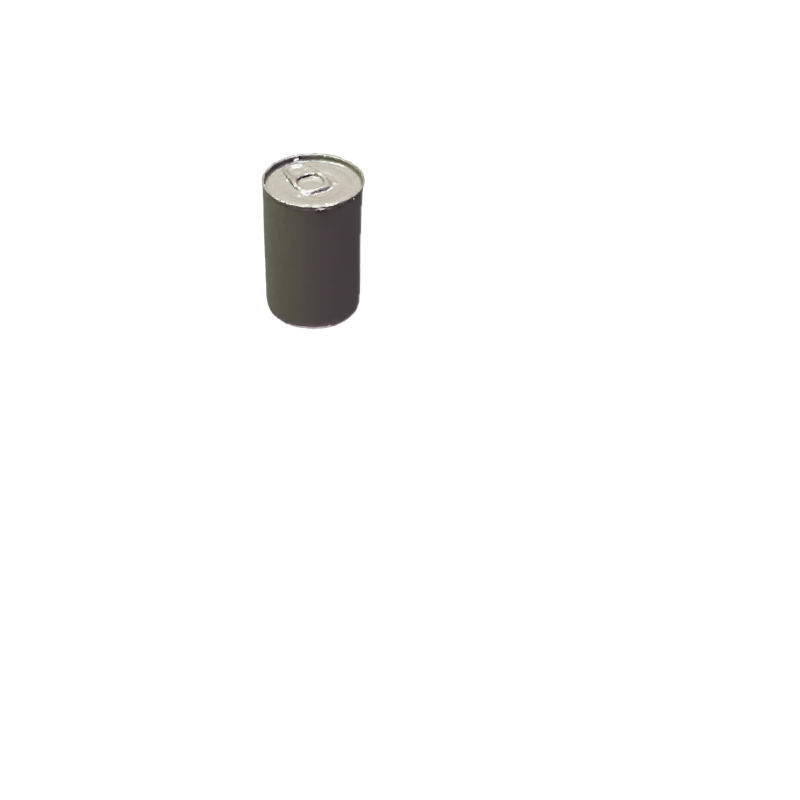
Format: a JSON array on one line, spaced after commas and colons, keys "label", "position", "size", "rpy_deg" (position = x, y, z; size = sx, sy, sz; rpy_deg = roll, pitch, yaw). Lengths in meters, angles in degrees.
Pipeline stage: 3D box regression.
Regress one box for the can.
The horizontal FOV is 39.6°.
[{"label": "can", "position": [-0.059, -0.108, 0.758], "size": [0.068, 0.095, 0.073], "rpy_deg": [0, 38, -3]}]
